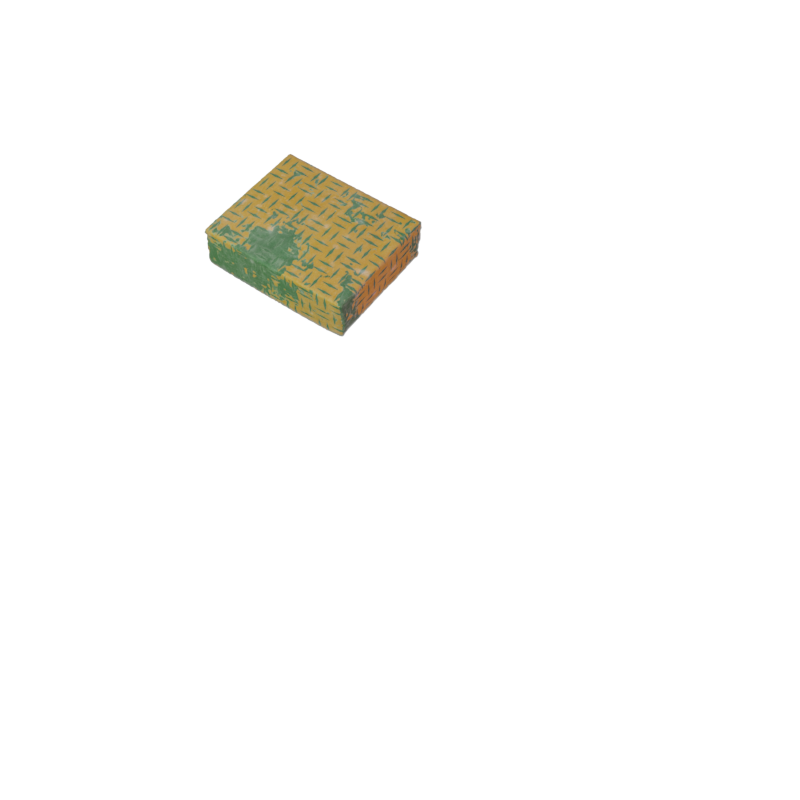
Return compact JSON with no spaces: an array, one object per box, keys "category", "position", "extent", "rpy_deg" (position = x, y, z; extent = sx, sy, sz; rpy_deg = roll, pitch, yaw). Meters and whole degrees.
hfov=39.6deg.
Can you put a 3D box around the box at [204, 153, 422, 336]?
[{"category":"box","position":[-0.057,-0.104,0.727],"extent":[0.119,0.092,0.036],"rpy_deg":[31,-31,21]}]
